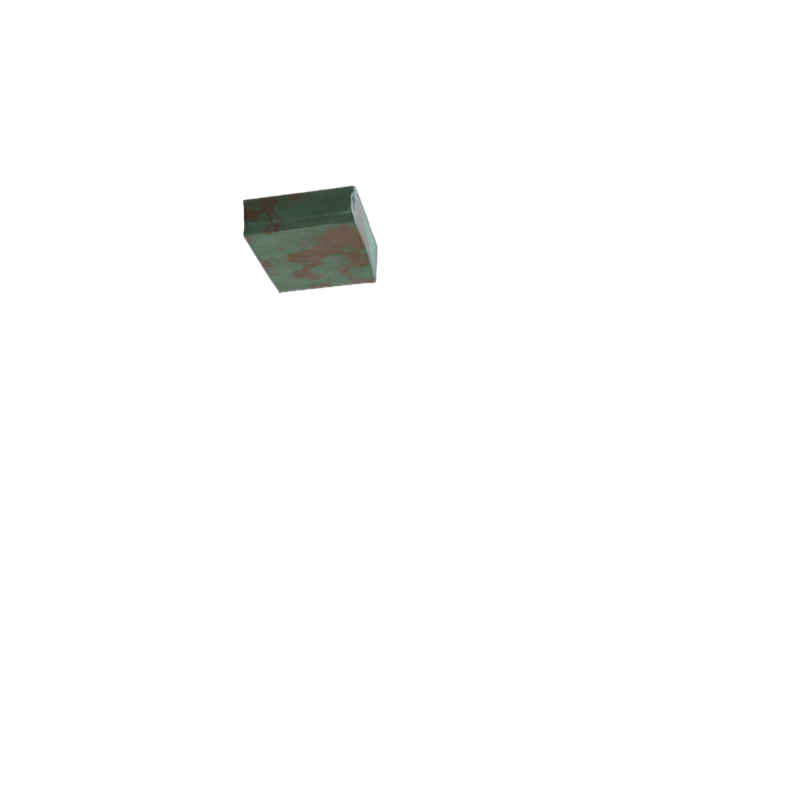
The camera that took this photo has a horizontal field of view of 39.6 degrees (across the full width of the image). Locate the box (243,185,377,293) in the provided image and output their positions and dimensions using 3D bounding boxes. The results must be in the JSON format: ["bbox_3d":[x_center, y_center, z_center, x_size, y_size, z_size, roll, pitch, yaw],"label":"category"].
[{"bbox_3d":[-0.070,-0.128,0.896,0.091,0.041,0.106,-4,-23,9],"label":"box"}]
